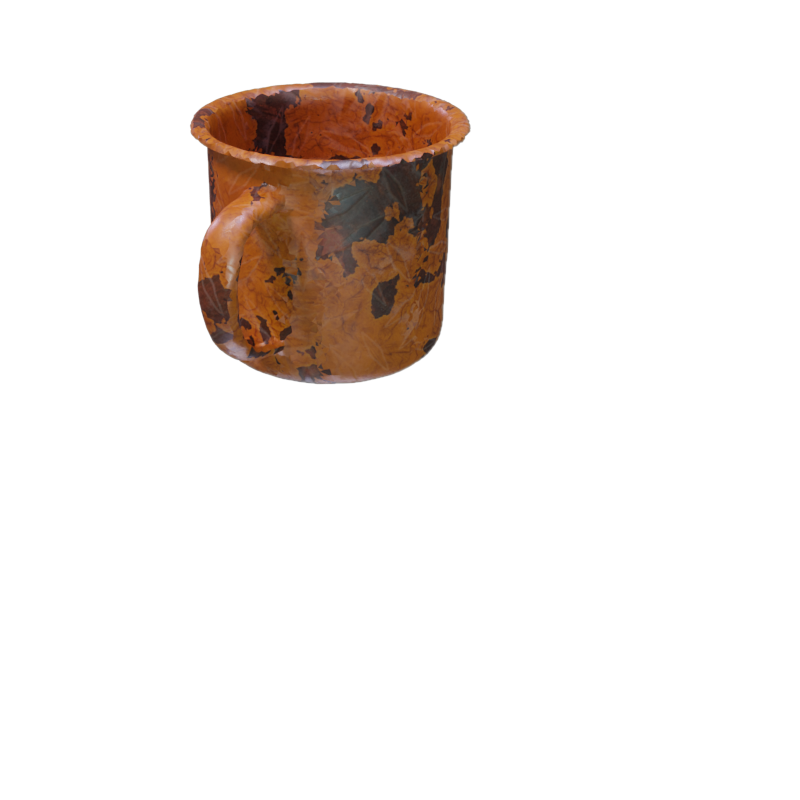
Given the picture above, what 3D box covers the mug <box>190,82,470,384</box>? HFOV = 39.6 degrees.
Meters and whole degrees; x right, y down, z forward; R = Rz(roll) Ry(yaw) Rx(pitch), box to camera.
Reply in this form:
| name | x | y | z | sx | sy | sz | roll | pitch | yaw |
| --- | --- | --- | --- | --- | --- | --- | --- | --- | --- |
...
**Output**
| name | x | y | z | sx | sy | sz | roll | pitch | yaw |
| --- | --- | --- | --- | --- | --- | --- | --- | --- | --- |
| mug | -0.029 | -0.054 | 0.375 | 0.097 | 0.077 | 0.119 | 13 | 30 | 22 |
